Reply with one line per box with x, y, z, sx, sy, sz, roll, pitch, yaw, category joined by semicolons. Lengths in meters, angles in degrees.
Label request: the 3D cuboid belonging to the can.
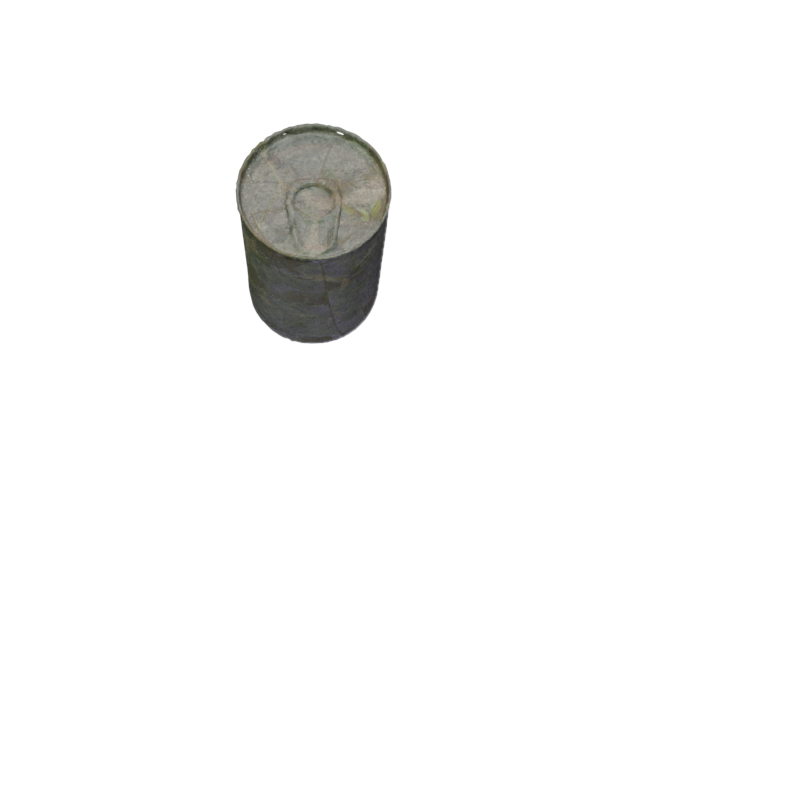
-0.041;-0.075;0.526;0.068;0.072;0.097;0;-22;-3;can
